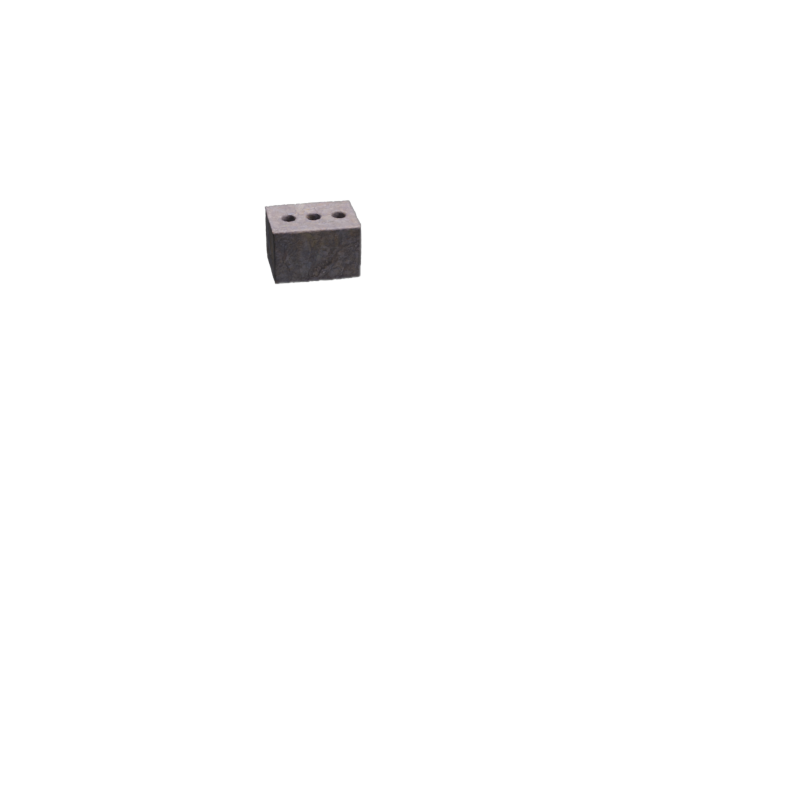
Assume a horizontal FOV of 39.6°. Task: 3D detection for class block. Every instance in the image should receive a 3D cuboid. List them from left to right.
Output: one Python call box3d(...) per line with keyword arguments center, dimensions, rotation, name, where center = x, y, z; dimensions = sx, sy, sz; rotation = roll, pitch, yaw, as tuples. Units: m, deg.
box3d(center=(-0.075, -0.137, 0.959), dimensions=(0.077, 0.048, 0.057), rotation=(-6, 32, -10), name="block")
